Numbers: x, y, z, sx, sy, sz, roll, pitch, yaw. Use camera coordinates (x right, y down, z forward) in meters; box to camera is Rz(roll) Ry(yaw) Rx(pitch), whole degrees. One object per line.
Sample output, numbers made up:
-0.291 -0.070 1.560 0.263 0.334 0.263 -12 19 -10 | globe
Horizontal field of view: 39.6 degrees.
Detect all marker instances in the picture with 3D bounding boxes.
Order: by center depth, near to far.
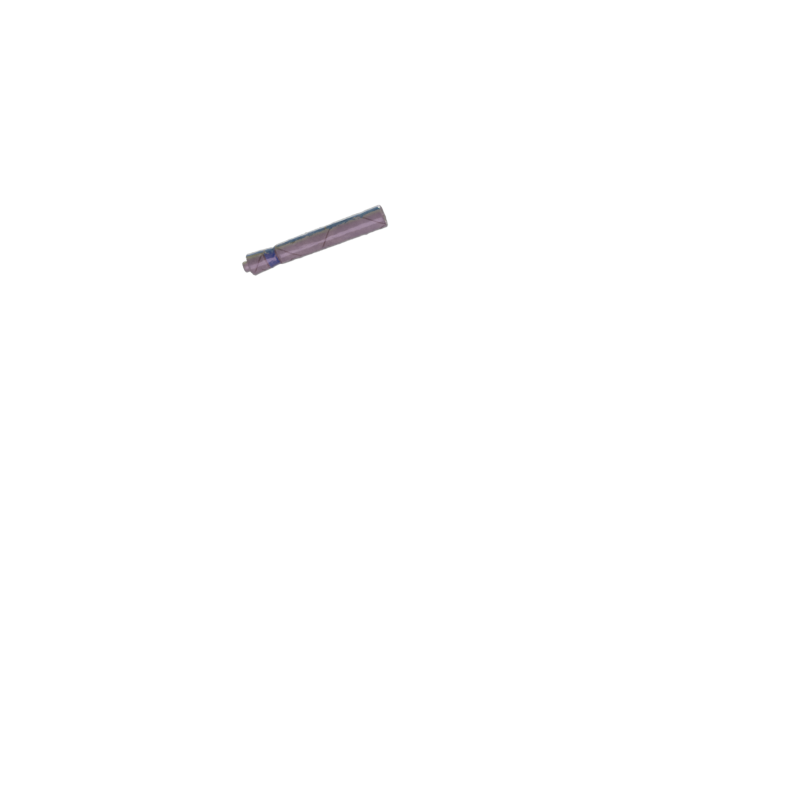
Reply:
-0.069 -0.126 0.884 0.121 0.020 0.020 -19 1 10 | marker
